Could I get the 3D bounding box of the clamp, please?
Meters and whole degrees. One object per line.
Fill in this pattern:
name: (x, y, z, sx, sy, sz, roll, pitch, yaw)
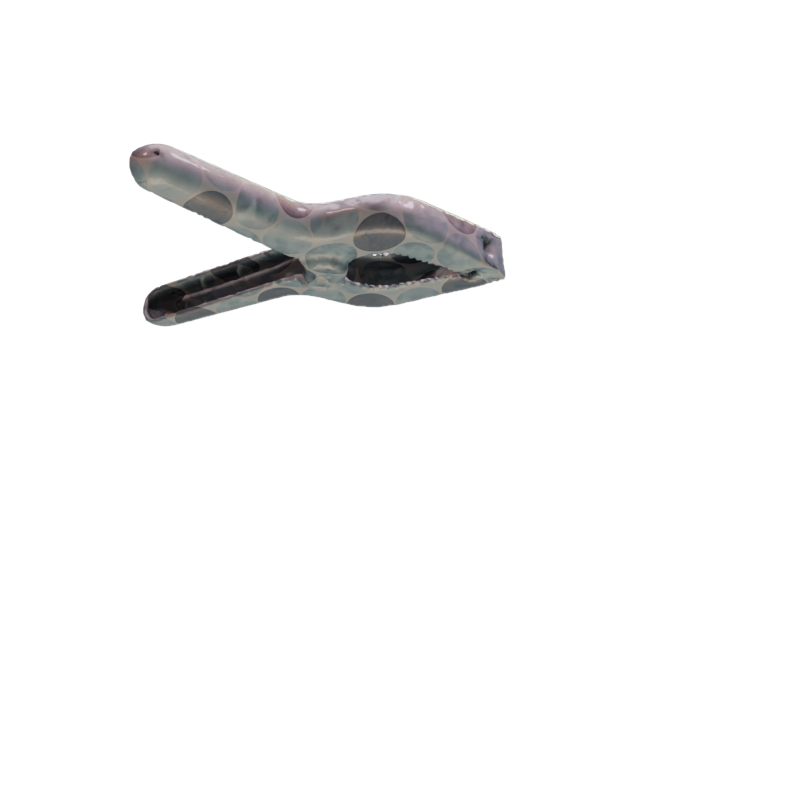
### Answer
clamp: (-0.047, -0.086, 0.602, 0.210, 0.039, 0.155, 0, -24, 0)
